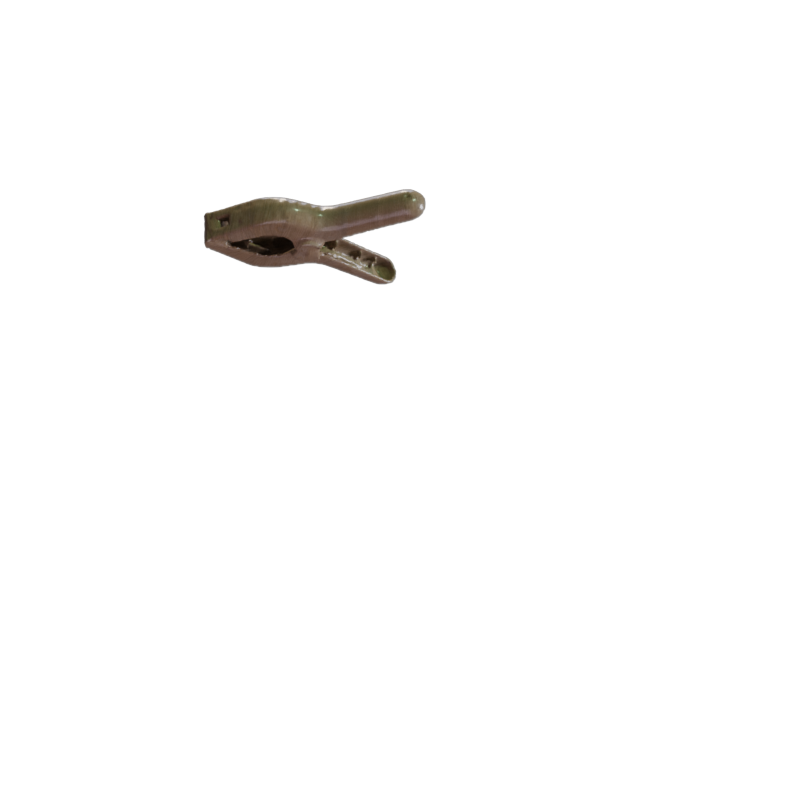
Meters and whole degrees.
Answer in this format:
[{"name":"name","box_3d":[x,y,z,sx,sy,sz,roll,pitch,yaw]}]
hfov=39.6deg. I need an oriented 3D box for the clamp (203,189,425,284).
[{"name":"clamp","box_3d":[-0.069,-0.127,0.886,0.171,0.042,0.112,0,-33,-1]}]
